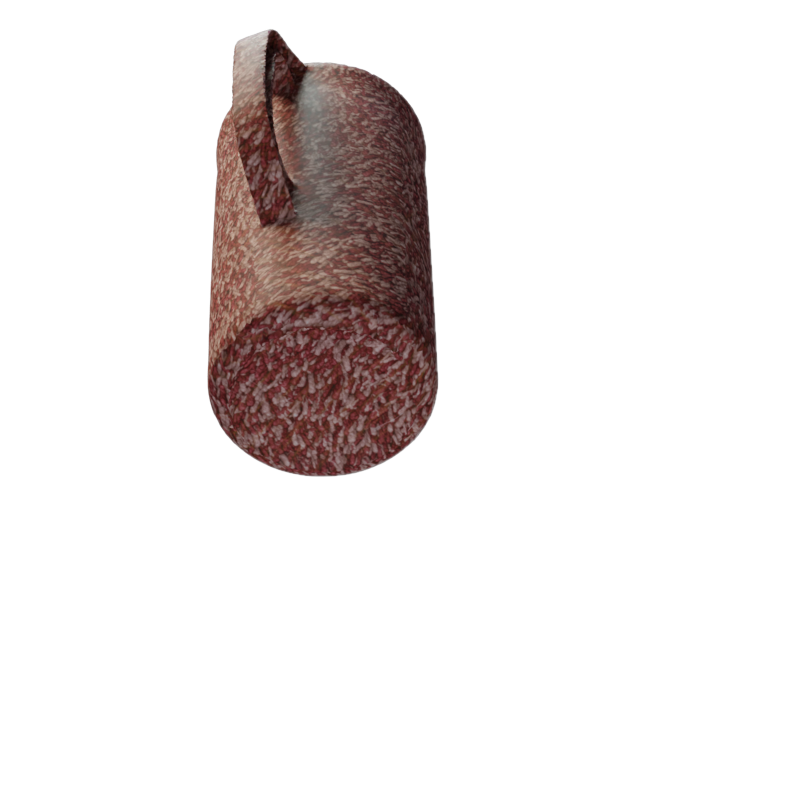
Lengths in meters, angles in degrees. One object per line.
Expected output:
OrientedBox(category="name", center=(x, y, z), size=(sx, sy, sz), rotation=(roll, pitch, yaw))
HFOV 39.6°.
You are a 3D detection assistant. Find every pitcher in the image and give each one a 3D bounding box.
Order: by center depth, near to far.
OrientedBox(category="pitcher", center=(-0.047, -0.086, 0.604), size=(0.145, 0.140, 0.260), rotation=(19, 34, -17))
